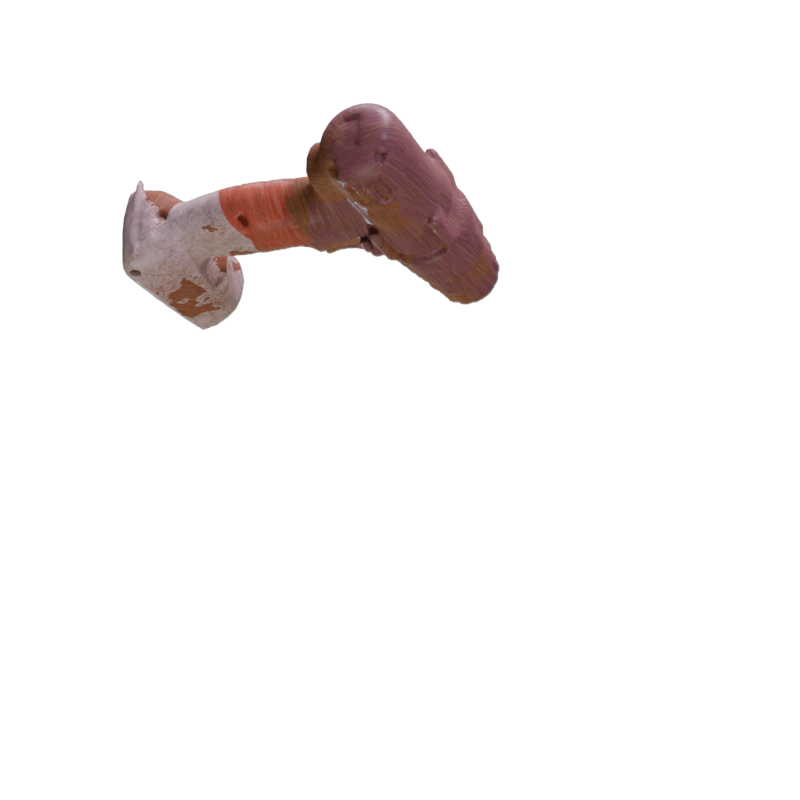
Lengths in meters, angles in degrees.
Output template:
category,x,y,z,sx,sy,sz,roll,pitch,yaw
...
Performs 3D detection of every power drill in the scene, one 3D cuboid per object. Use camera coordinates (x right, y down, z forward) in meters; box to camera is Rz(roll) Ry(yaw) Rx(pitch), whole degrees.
category,x,y,z,sx,sy,sz,roll,pitch,yaw
power drill,-0.050,-0.092,0.643,0.190,0.061,0.171,-12,-28,22
